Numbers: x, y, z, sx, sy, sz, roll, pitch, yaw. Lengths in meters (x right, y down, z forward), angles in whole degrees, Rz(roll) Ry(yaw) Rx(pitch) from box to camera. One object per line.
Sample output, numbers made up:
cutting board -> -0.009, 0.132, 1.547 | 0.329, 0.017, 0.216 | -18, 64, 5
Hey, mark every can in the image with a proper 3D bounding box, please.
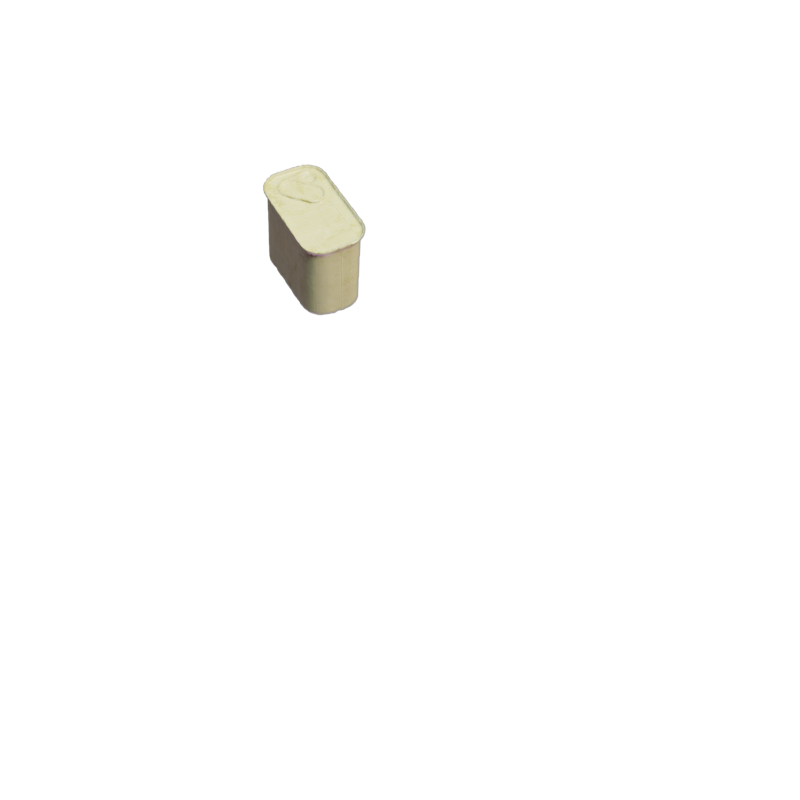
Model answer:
can -> -0.073, -0.134, 0.935 | 0.057, 0.110, 0.078 | -21, -36, -19
